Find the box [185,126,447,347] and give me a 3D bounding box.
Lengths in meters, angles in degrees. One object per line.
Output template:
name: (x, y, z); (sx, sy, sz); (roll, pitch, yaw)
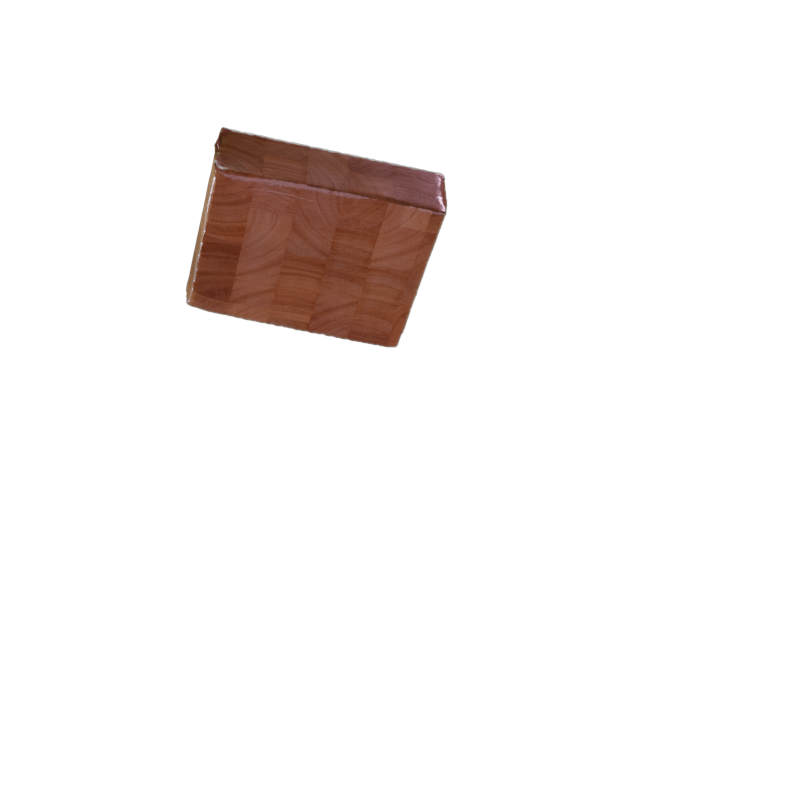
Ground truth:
box: (-0.043, -0.077, 0.543); (0.112, 0.085, 0.042); (10, 39, -9)
